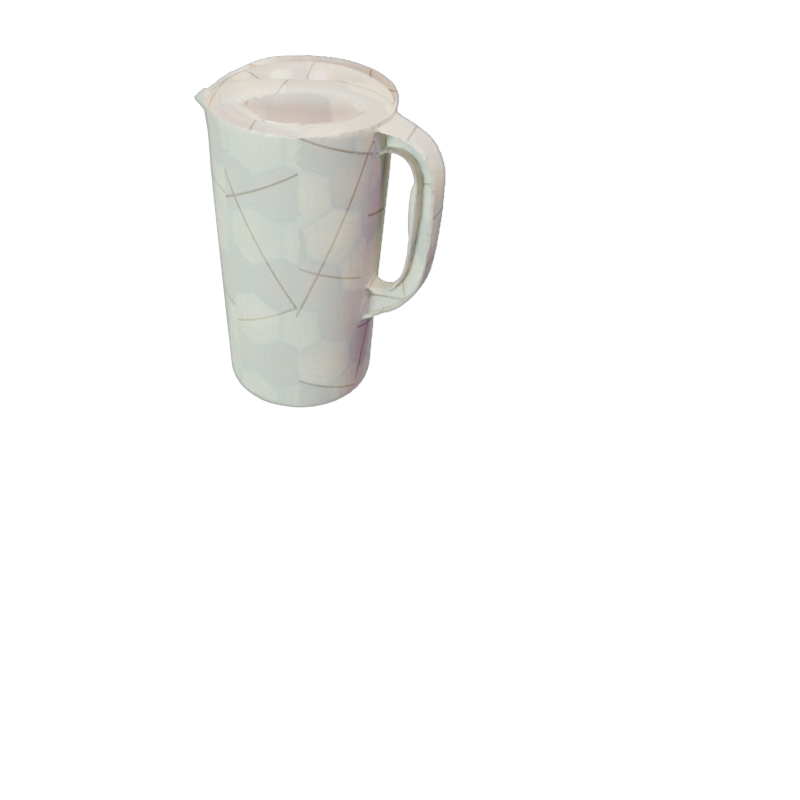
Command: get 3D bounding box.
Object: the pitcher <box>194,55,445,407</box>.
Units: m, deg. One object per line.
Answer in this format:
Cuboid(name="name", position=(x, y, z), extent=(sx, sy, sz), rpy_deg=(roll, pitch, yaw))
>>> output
Cuboid(name="pitcher", position=(-0.063, -0.114, 0.801), extent=(0.143, 0.228, 0.161), rpy_deg=(-10, 37, -17))
